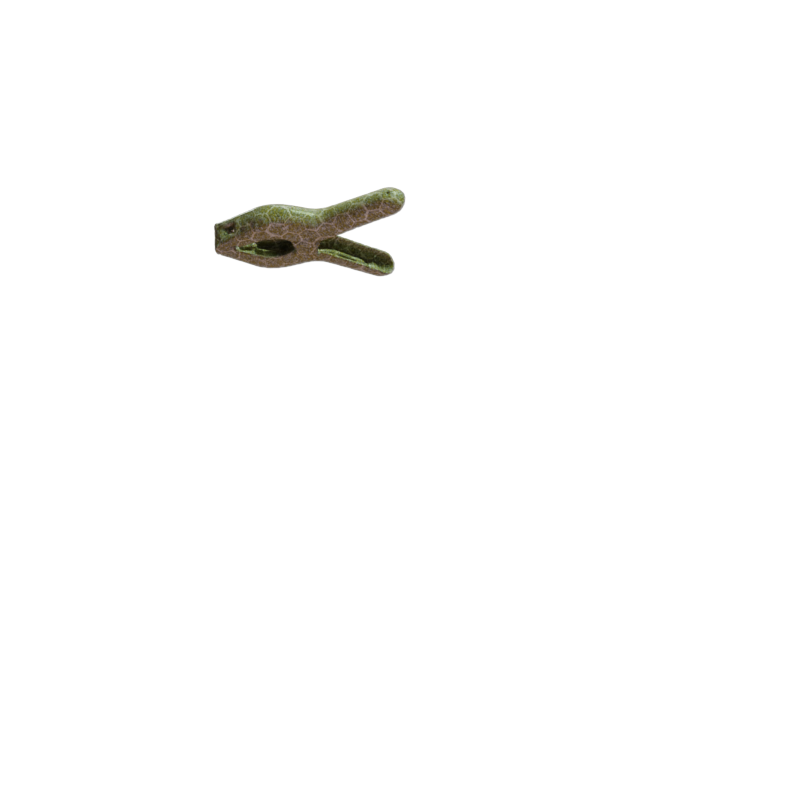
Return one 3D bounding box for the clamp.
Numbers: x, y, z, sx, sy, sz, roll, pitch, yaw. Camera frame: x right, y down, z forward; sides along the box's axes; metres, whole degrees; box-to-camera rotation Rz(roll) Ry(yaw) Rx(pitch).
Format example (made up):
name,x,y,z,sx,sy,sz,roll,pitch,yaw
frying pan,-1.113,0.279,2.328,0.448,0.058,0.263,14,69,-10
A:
name,x,y,z,sx,sy,sz,roll,pitch,yaw
clamp,-0.078,-0.142,0.995,0.172,0.042,0.111,-4,-34,5
